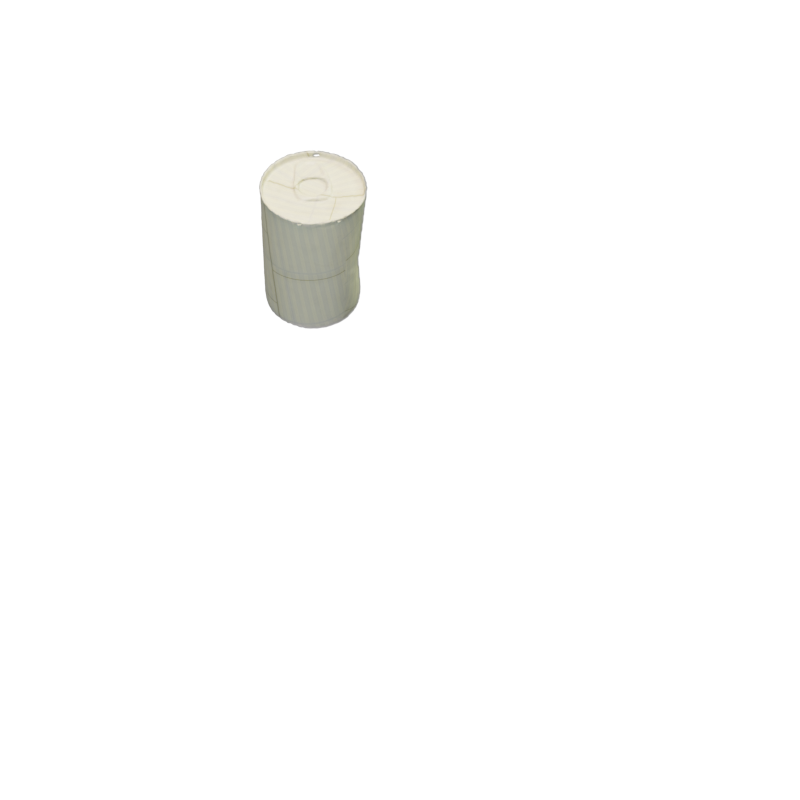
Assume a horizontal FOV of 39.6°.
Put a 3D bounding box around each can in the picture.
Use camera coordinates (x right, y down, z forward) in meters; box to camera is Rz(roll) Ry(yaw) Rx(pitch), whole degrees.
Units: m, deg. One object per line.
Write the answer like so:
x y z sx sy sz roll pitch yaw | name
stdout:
-0.057 -0.105 0.732 0.068 0.074 0.095 0 -40 -3 | can
